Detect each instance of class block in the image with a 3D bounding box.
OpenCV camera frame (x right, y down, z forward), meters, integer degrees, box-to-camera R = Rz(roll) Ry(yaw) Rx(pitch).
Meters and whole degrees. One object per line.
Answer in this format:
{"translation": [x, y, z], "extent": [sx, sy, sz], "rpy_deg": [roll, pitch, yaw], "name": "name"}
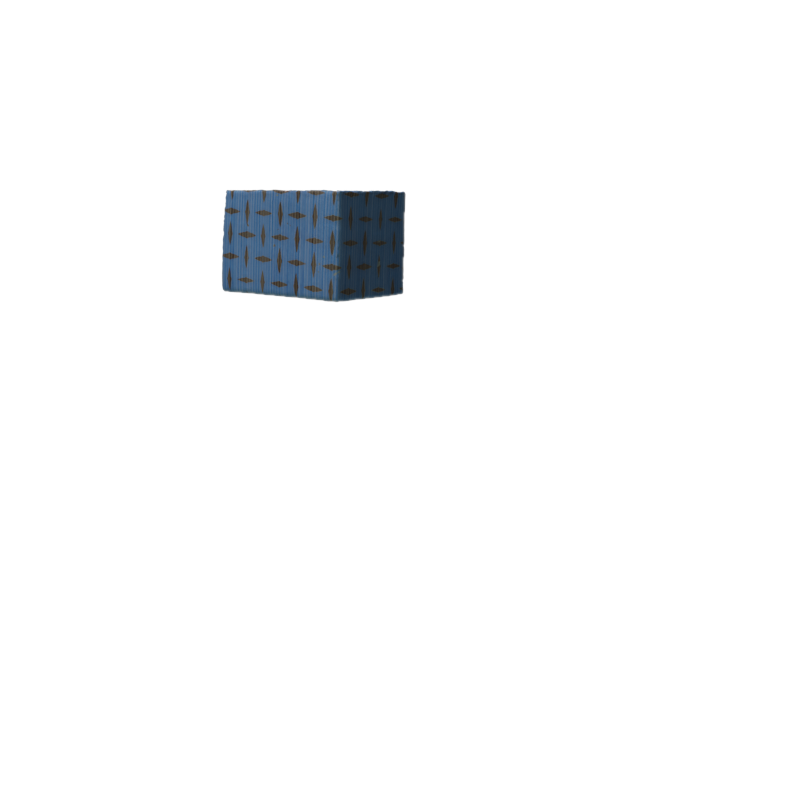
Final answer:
{"translation": [-0.043, -0.078, 0.546], "extent": [0.081, 0.051, 0.051], "rpy_deg": [7, 10, 39], "name": "block"}
